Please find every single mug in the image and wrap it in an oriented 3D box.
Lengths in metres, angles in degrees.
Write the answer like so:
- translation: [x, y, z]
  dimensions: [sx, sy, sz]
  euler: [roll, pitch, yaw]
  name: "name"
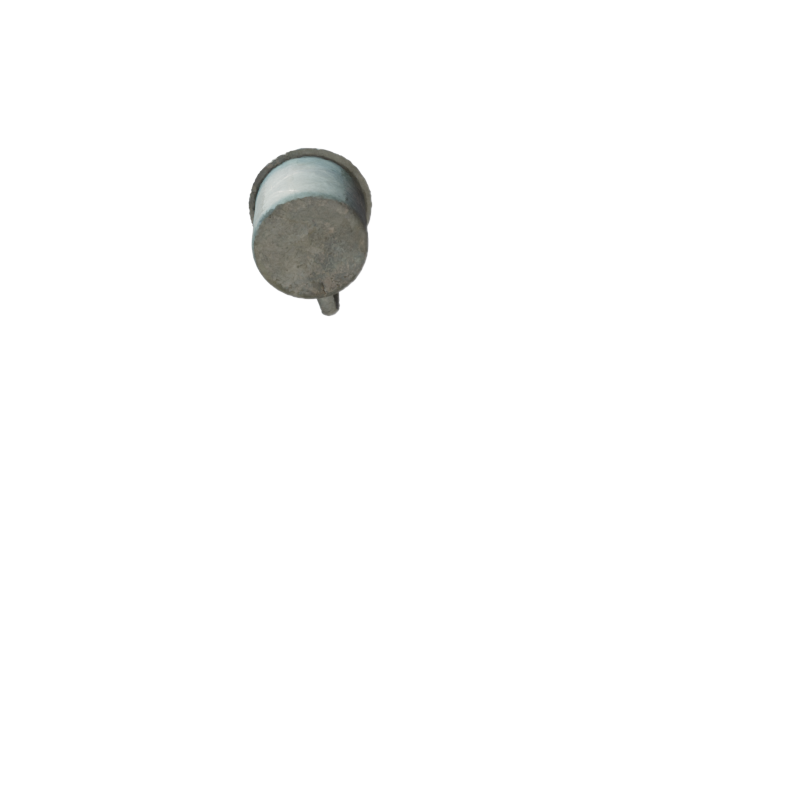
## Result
- translation: [-0.063, -0.115, 0.804]
  dimensions: [0.093, 0.110, 0.086]
  euler: [-9, 27, 3]
  name: "mug"
